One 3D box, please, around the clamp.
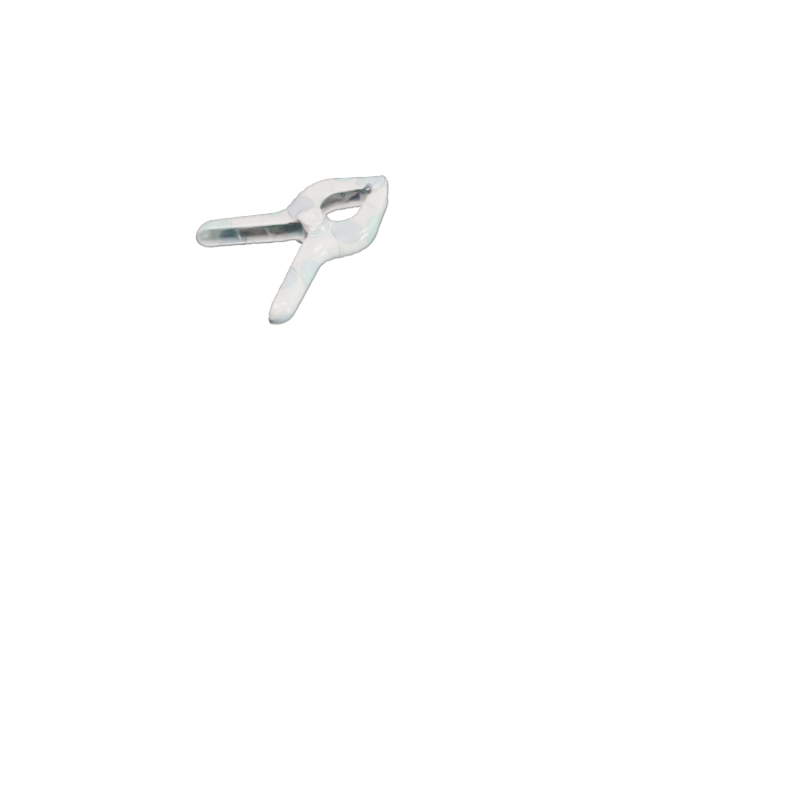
[{"bbox_3d":[-0.073,-0.134,0.937,0.171,0.128,0.037,-26,-27,-15],"label":"clamp"}]
